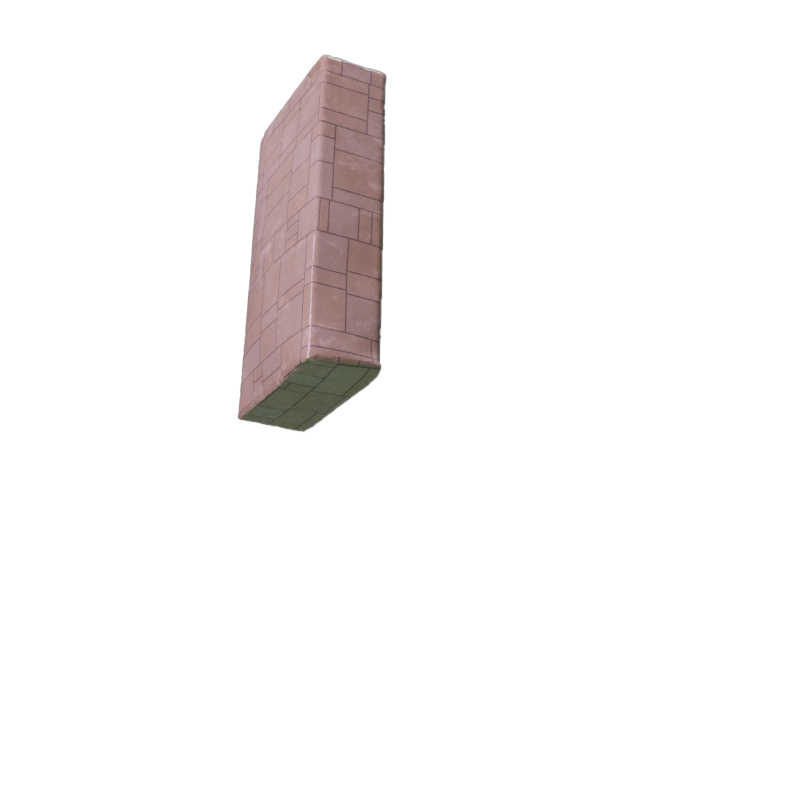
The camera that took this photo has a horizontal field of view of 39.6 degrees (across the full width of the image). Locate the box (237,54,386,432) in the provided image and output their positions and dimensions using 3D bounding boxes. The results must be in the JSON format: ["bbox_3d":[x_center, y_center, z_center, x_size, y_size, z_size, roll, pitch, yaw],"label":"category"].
[{"bbox_3d":[-0.046,-0.083,0.582,0.046,0.187,0.091,12,-30,-26],"label":"box"}]
